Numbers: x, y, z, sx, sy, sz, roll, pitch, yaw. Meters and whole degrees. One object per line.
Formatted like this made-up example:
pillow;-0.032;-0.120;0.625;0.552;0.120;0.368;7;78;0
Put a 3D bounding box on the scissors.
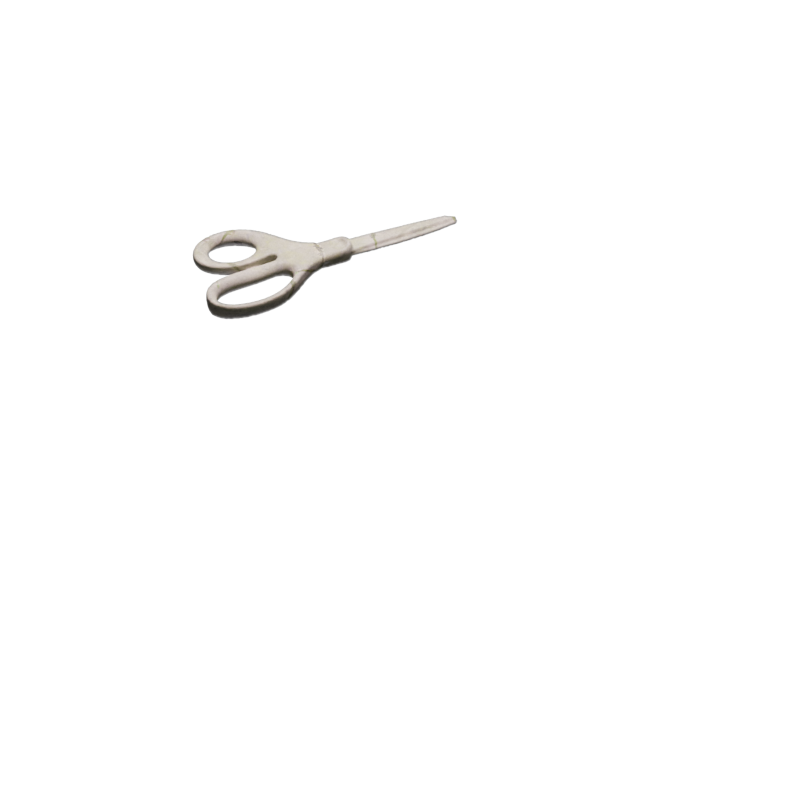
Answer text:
scissors;-0.063;-0.115;0.808;0.201;0.015;0.103;-31;50;-30
